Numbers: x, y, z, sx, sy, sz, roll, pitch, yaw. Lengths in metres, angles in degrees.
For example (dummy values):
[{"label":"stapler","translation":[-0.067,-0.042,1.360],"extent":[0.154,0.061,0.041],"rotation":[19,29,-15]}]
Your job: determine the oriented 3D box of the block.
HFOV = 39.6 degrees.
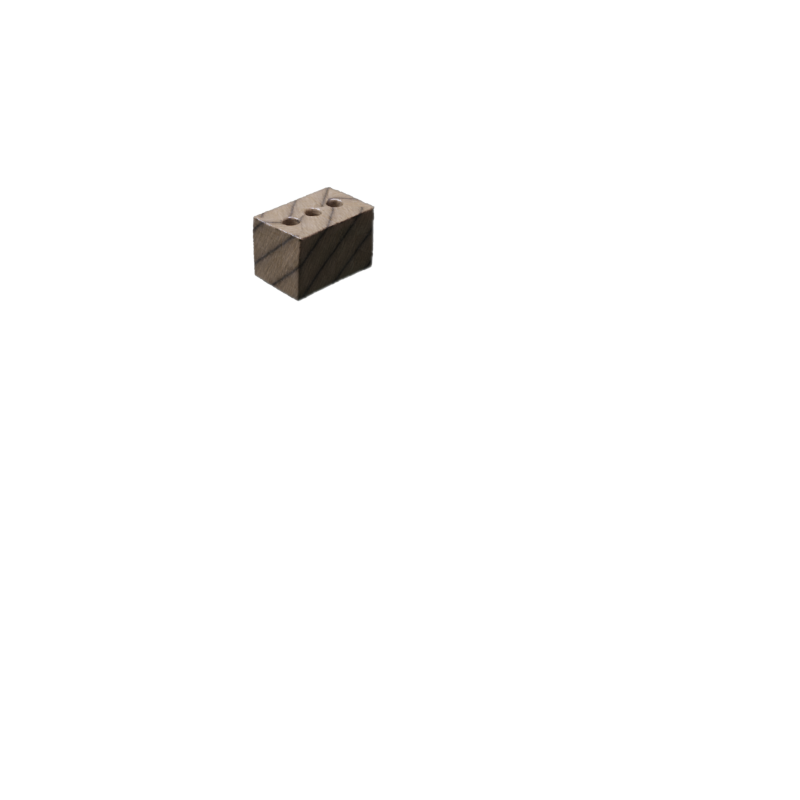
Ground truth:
[{"label":"block","translation":[-0.064,-0.118,0.823],"extent":[0.056,0.048,0.078],"rotation":[28,42,35]}]
